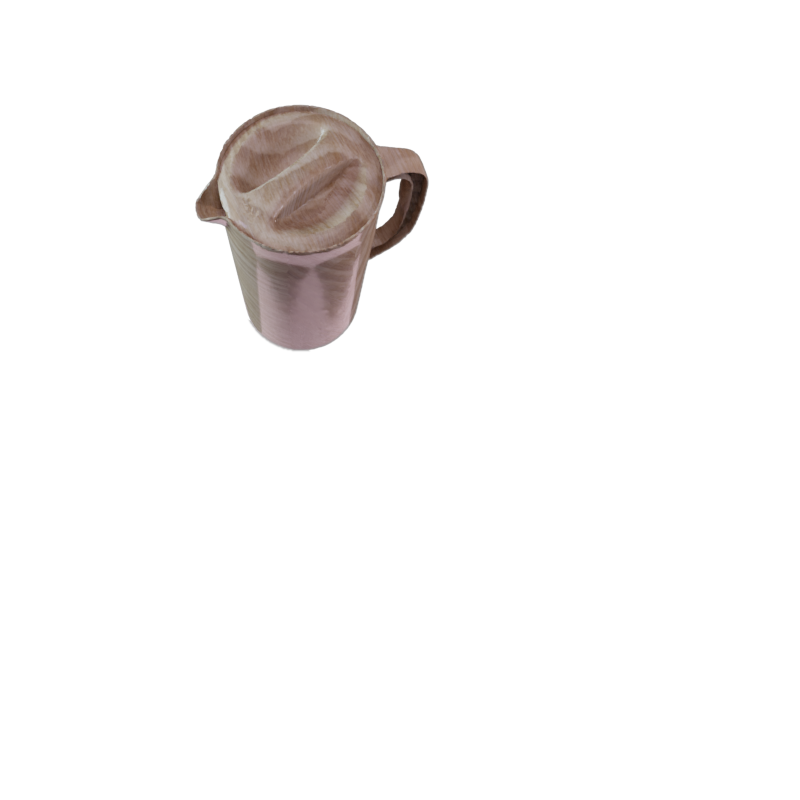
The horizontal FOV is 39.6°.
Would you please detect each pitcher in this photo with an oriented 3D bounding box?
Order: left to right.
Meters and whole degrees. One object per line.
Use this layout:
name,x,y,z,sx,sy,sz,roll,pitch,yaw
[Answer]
pitcher,-0.075,-0.137,0.956,0.153,0.149,0.231,27,-21,8
